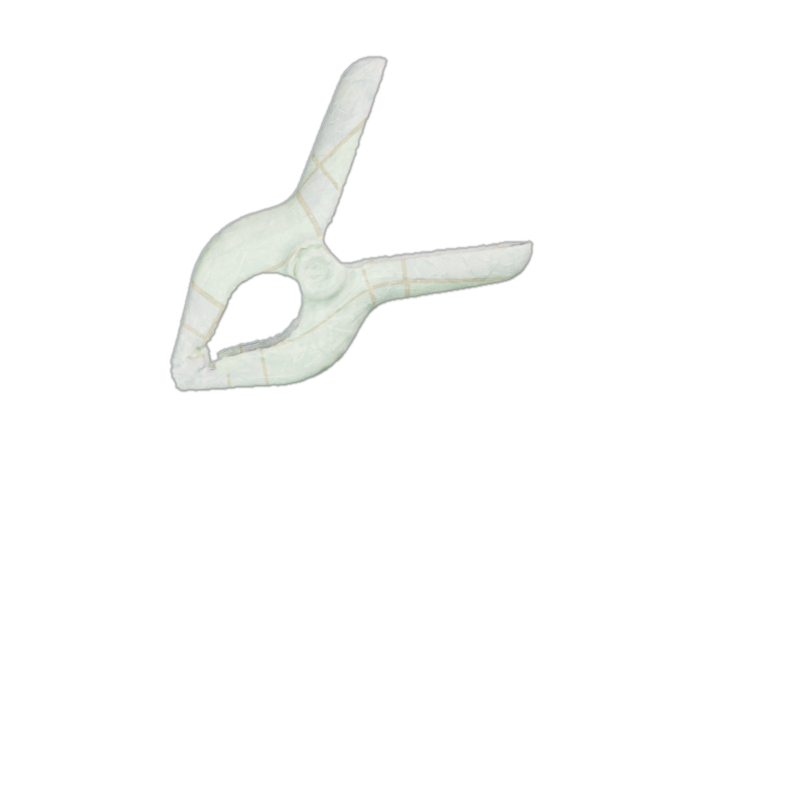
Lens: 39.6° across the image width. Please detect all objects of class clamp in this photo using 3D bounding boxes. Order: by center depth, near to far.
[{"bbox_3d":[-0.040,-0.072,0.505,0.171,0.121,0.039,-30,-3,-2],"label":"clamp"}]
